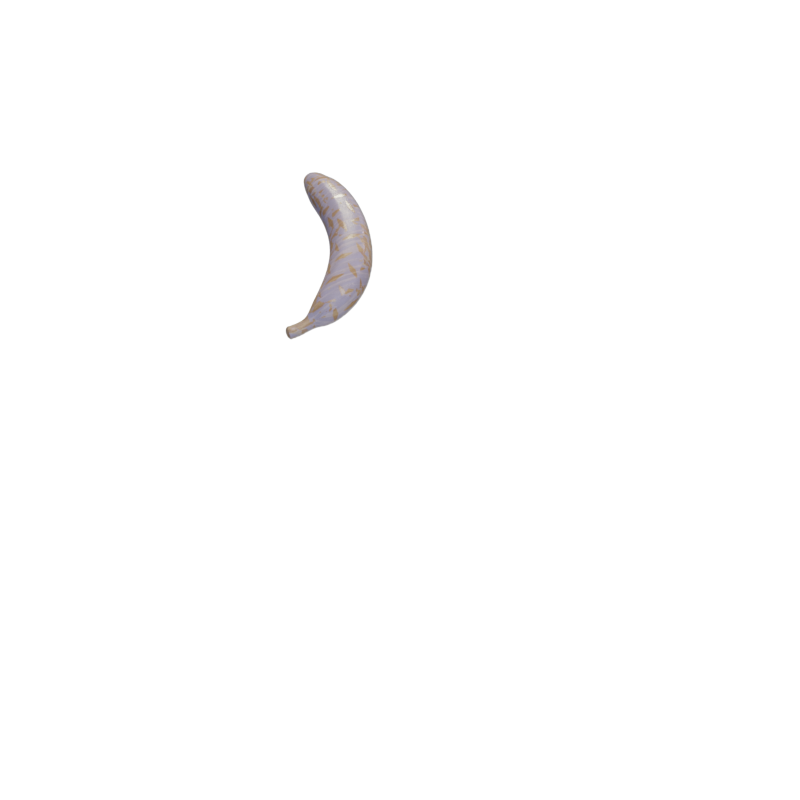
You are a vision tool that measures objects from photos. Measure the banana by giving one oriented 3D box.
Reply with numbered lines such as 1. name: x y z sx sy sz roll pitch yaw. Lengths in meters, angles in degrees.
1. banana: -0.059 -0.136 0.980 0.070 0.212 0.034 2 -42 1
